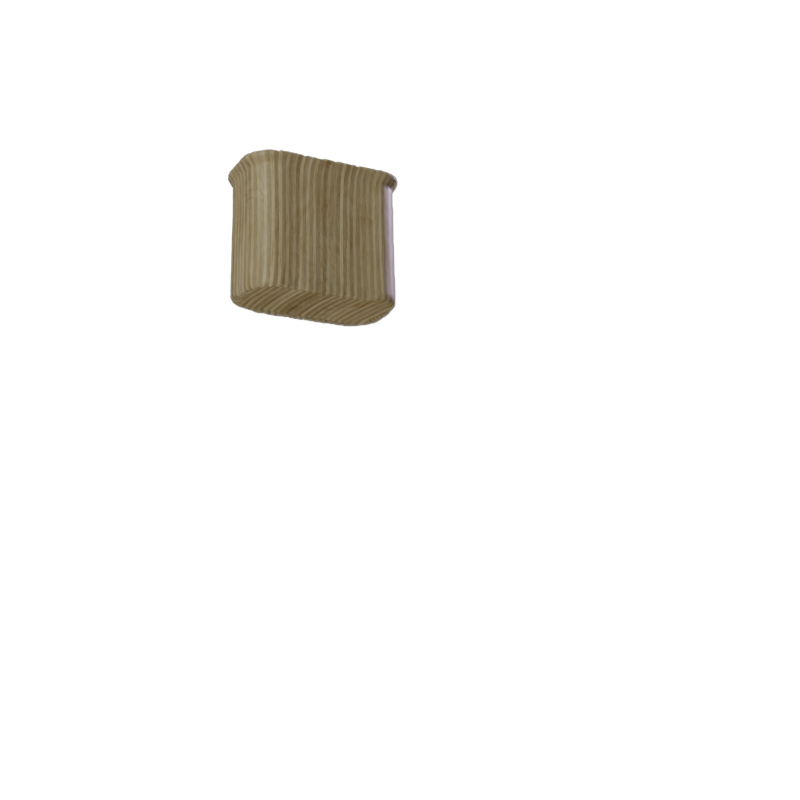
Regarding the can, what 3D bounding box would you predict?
[{"bbox_3d":[-0.052,-0.095,0.665,0.098,0.088,0.057,8,-21,-25],"label":"can"}]
